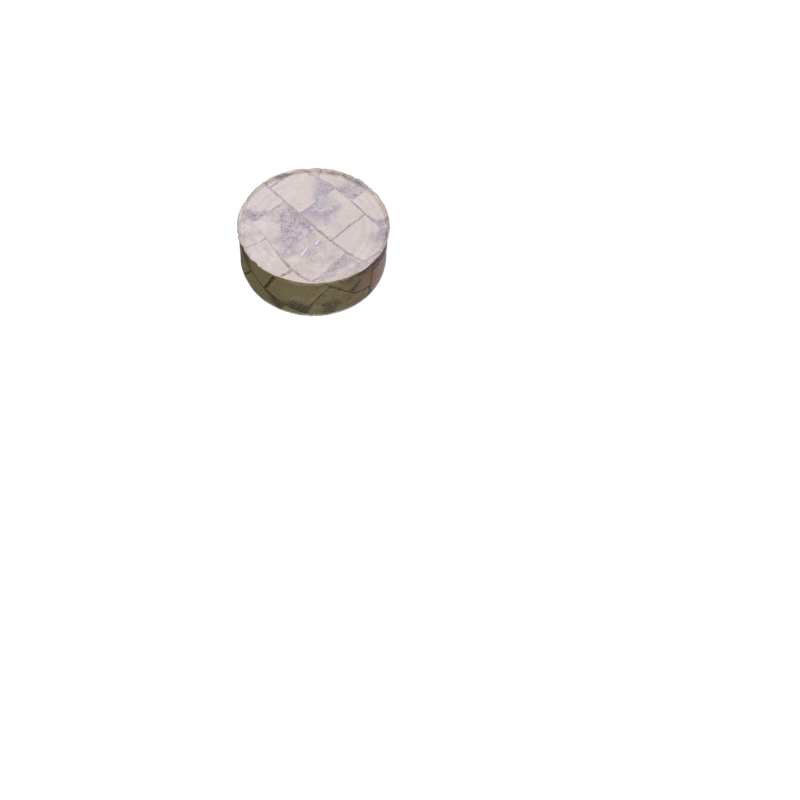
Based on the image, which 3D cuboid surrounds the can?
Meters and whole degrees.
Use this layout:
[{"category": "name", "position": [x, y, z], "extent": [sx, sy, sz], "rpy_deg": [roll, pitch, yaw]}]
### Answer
[{"category": "can", "position": [-0.050, -0.090, 0.633], "extent": [0.086, 0.092, 0.031], "rpy_deg": [-1, -37, -1]}]
